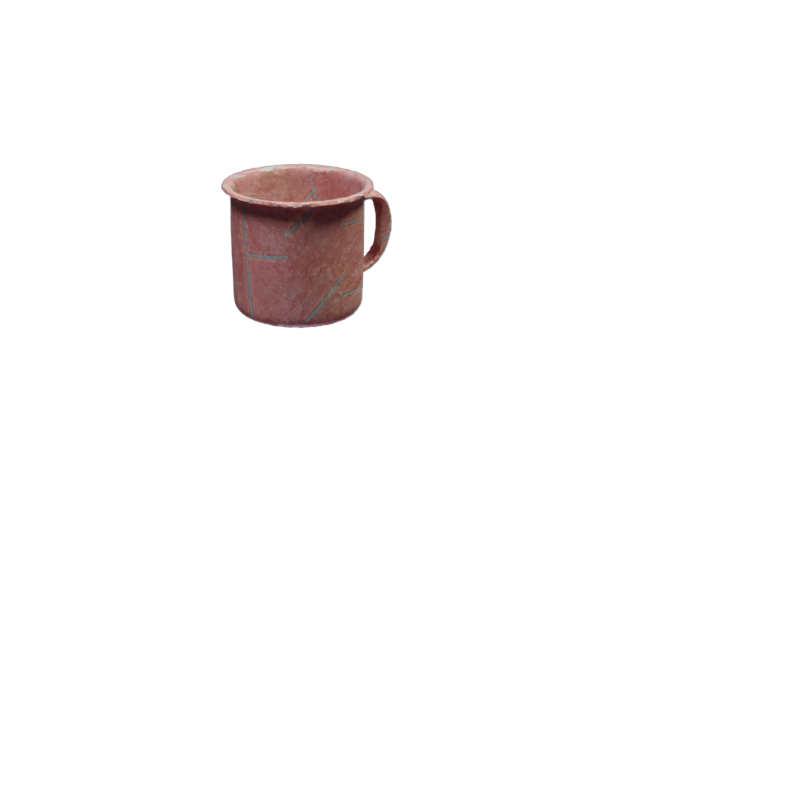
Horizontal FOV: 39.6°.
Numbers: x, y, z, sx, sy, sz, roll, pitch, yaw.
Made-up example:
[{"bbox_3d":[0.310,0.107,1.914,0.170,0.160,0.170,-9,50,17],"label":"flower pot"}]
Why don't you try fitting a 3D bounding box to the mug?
[{"bbox_3d":[-0.054,-0.099,0.694,0.115,0.078,0.099,-18,29,-36],"label":"mug"}]
